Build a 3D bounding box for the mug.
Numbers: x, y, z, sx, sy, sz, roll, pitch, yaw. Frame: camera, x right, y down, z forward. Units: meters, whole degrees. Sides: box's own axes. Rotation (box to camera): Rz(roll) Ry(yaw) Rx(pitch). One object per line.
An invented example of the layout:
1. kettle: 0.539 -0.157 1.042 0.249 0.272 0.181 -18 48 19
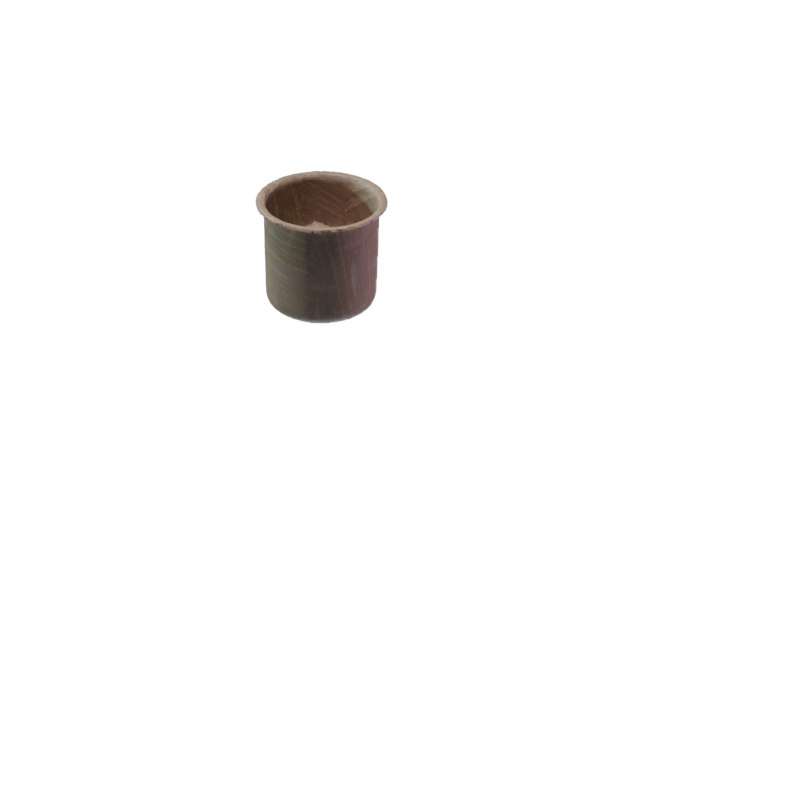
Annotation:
1. mug: -0.063 -0.115 0.808 0.092 0.076 0.126 -18 38 -26
